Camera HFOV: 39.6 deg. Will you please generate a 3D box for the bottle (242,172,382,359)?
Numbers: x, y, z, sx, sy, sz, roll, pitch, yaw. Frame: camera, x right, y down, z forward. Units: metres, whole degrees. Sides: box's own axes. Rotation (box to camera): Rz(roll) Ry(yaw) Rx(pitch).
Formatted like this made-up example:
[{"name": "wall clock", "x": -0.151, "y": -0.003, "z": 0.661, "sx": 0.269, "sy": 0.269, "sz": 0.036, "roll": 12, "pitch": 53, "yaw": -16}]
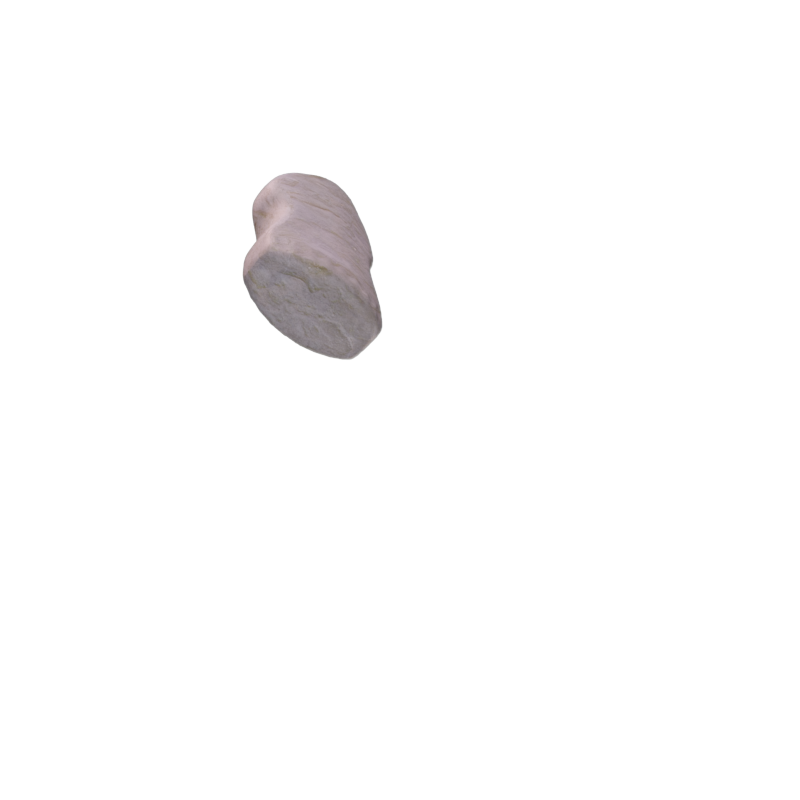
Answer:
[{"name": "bottle", "x": -0.061, "y": -0.111, "z": 0.780, "sx": 0.092, "sy": 0.057, "sz": 0.204, "roll": 33, "pitch": 24, "yaw": -21}]
